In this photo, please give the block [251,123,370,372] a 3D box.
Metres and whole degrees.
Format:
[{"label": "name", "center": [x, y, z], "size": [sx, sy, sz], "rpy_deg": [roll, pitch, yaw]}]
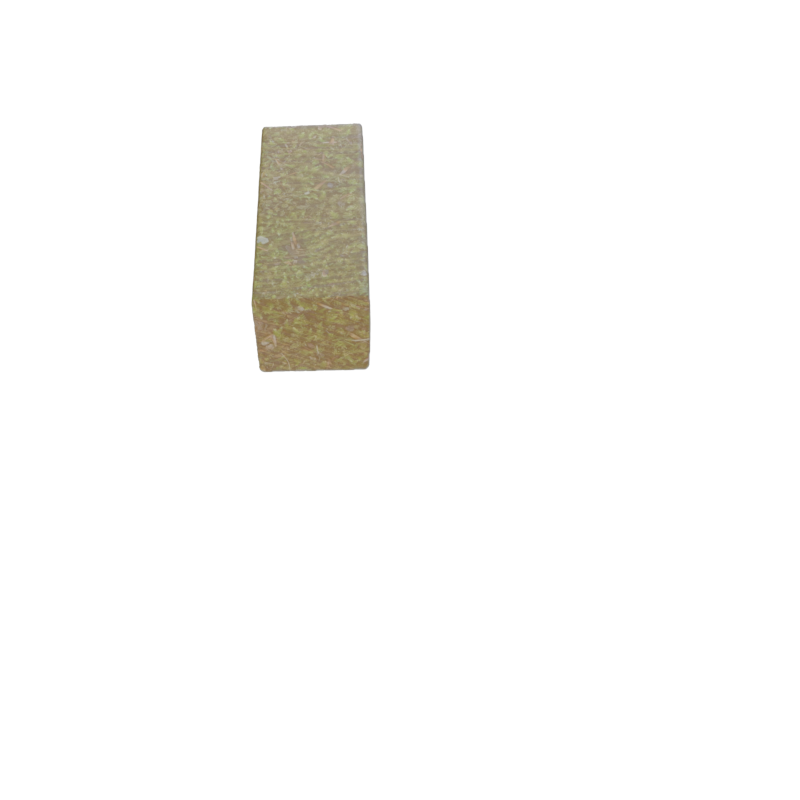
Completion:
[{"label": "block", "center": [-0.073, -0.132, 0.930], "size": [0.091, 0.221, 0.084], "rpy_deg": [-2, -41, -1]}]
